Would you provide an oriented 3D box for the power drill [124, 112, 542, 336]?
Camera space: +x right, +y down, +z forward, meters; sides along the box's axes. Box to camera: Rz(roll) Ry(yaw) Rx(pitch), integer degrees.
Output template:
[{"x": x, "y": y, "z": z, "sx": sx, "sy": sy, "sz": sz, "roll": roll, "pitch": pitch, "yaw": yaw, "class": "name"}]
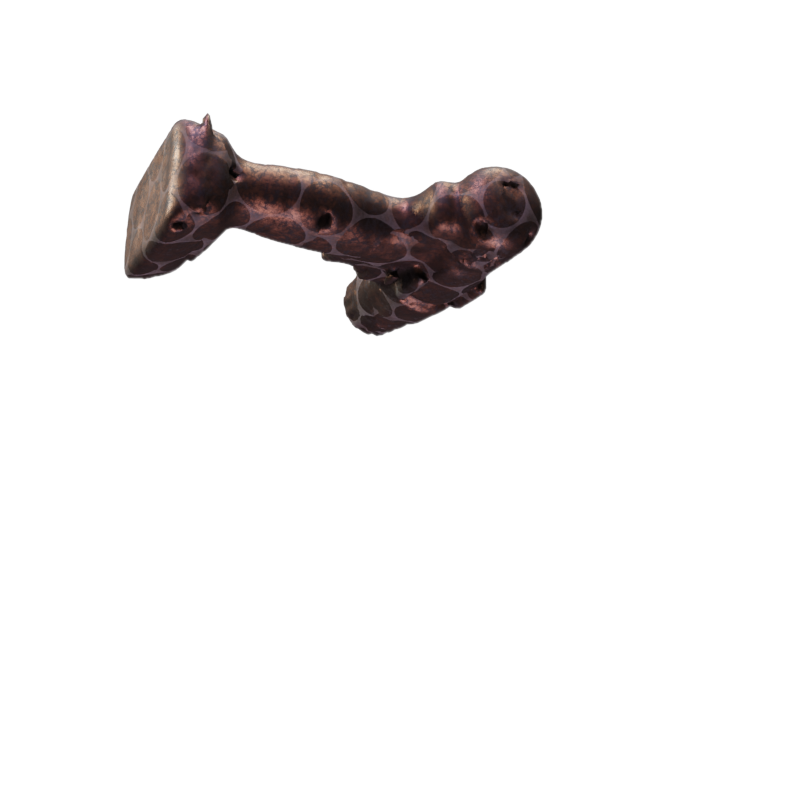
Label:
[{"x": -0.046, "y": -0.084, "z": 0.586, "sx": 0.182, "sy": 0.060, "sz": 0.182, "roll": 7, "pitch": -18, "yaw": -22, "class": "power drill"}]
